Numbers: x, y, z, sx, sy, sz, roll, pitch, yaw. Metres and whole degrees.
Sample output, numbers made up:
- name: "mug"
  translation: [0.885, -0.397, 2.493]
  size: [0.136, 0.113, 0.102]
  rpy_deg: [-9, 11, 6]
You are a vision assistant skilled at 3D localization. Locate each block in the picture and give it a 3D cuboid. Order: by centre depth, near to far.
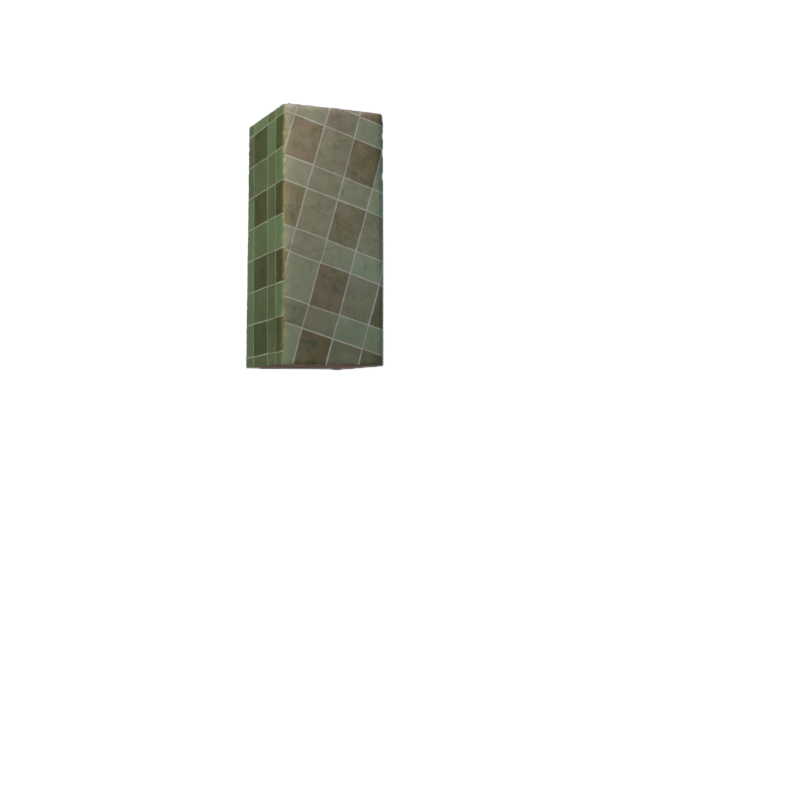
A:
- name: "block"
  translation: [-0.071, -0.131, 0.914]
  size: [0.087, 0.210, 0.092]
  rpy_deg: [3, -8, -25]
